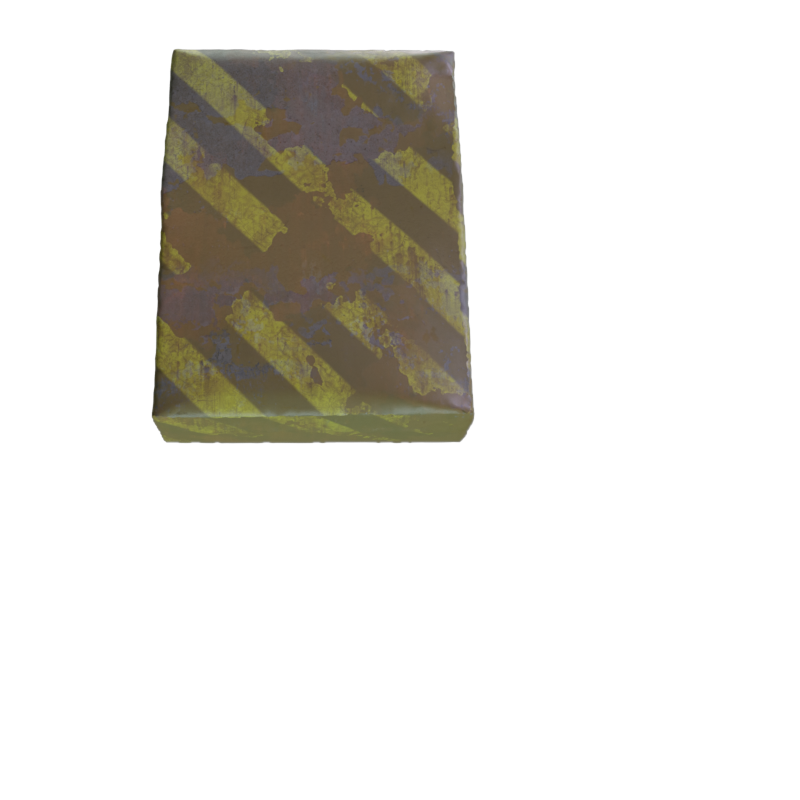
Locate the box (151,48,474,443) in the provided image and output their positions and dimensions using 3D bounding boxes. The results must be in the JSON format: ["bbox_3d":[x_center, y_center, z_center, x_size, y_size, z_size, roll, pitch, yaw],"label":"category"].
[{"bbox_3d":[-0.048,-0.087,0.610,0.164,0.224,0.069,0,-20,-2],"label":"box"}]
